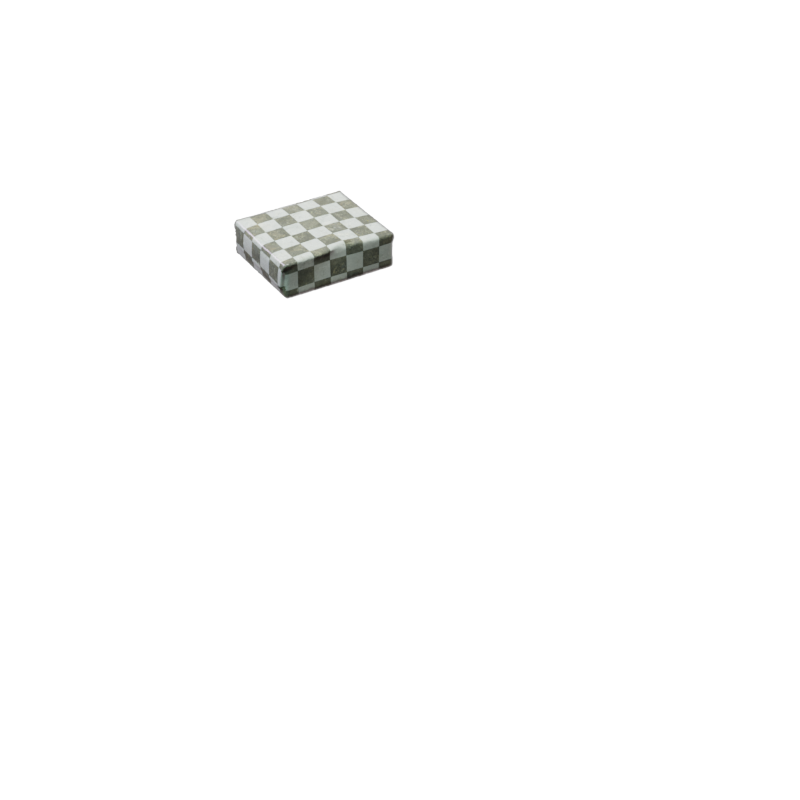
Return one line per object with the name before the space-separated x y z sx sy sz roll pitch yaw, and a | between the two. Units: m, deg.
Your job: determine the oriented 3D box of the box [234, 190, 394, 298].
box | -0.061 -0.110 0.773 0.088 0.028 0.079 -20 40 -25
